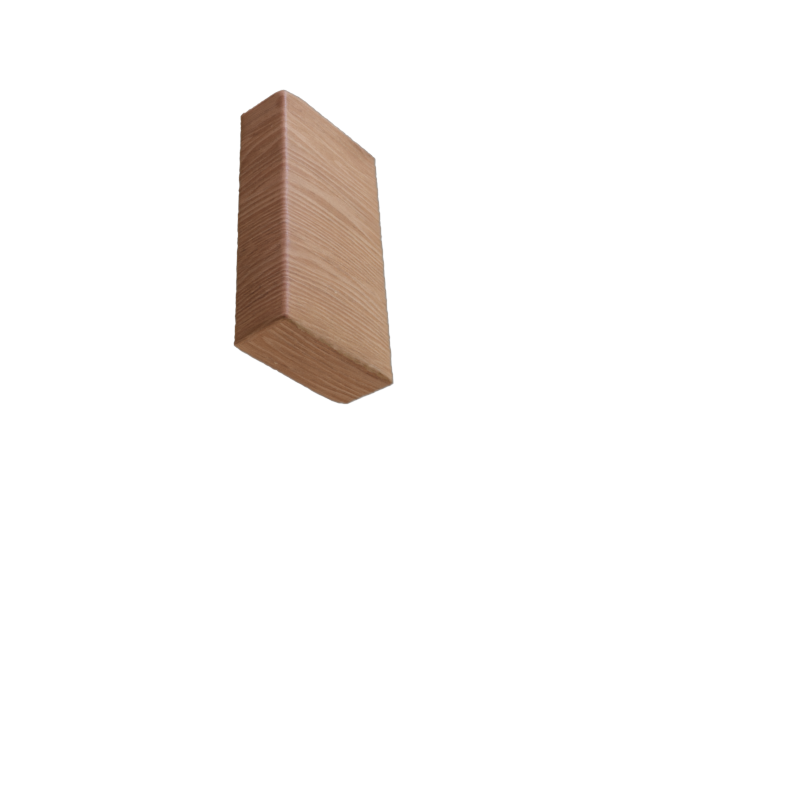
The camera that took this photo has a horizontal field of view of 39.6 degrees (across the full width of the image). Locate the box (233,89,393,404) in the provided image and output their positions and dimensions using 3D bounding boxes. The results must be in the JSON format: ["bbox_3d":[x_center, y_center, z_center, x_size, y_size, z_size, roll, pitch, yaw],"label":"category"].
[{"bbox_3d":[-0.051,-0.094,0.659,0.048,0.189,0.087,-27,-41,31],"label":"box"}]
